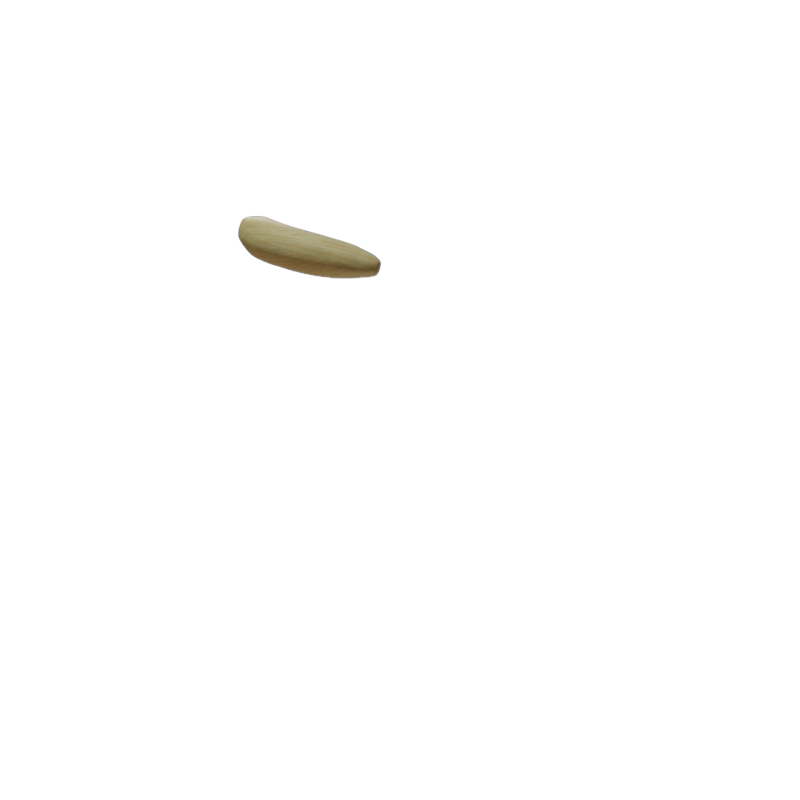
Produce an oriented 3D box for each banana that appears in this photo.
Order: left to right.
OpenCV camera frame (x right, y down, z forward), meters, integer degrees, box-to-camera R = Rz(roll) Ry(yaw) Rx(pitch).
[{"bbox_3d":[-0.096,-0.141,0.994,0.068,0.035,0.210,-11,23,-30],"label":"banana"}]
